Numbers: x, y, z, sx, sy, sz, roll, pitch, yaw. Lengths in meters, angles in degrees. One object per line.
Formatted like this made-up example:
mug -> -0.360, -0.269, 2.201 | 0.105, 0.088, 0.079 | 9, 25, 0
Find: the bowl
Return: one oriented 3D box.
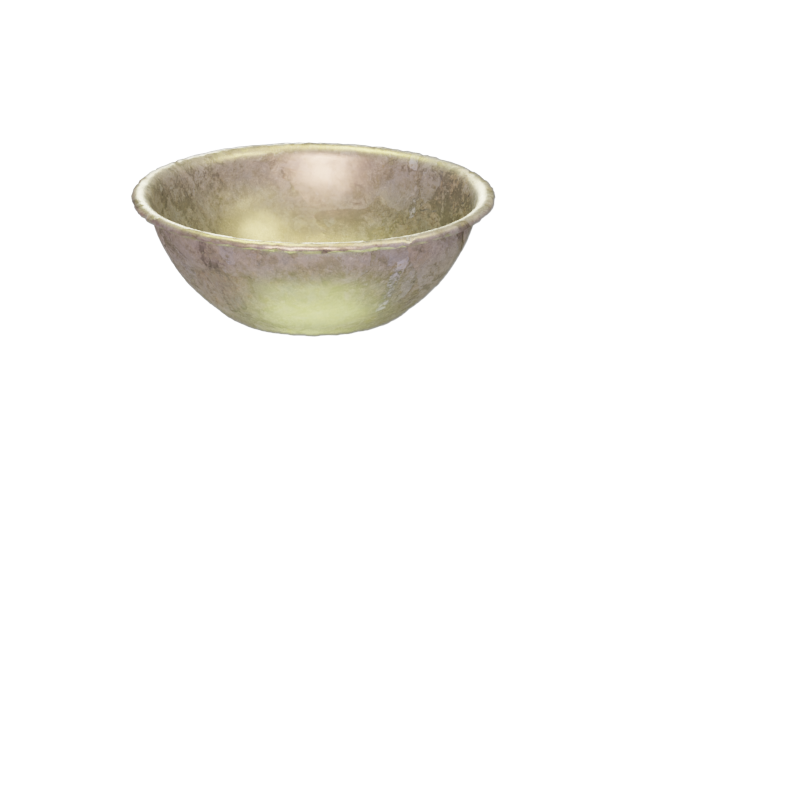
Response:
bowl -> -0.040, -0.072, 0.506 | 0.162, 0.052, 0.171 | -1, 26, -2
